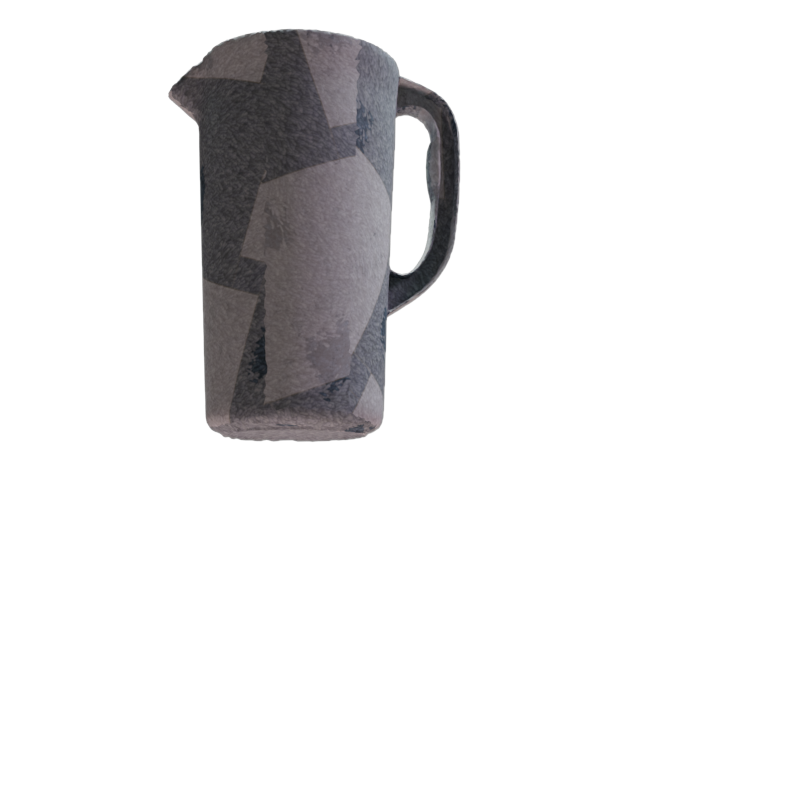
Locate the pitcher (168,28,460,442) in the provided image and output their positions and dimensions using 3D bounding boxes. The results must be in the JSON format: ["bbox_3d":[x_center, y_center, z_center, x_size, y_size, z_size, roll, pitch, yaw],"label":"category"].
[{"bbox_3d":[-0.055,-0.100,0.700,0.153,0.251,0.137,-9,-15,33],"label":"pitcher"}]
